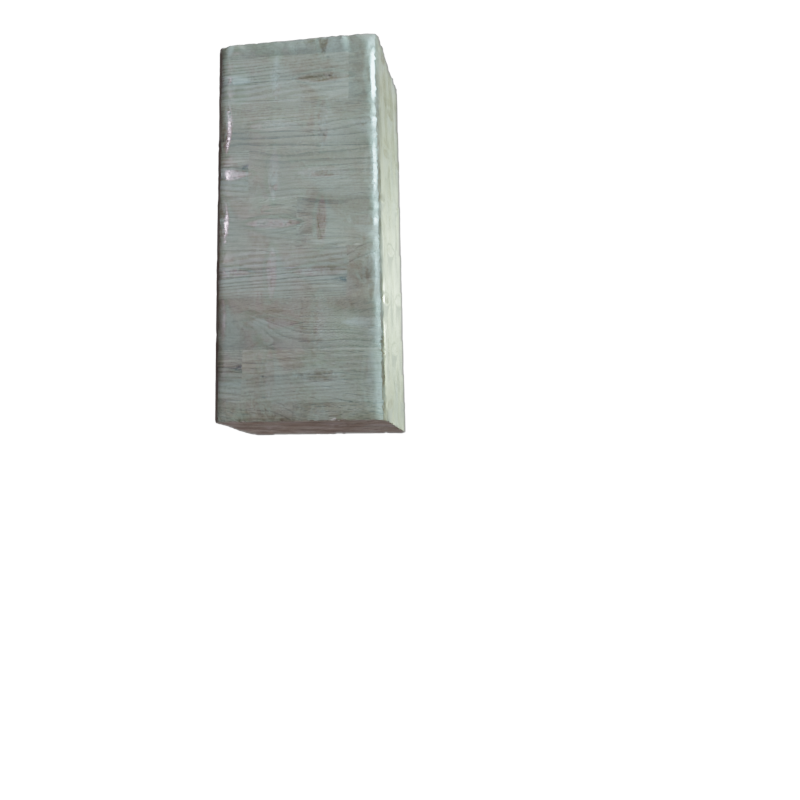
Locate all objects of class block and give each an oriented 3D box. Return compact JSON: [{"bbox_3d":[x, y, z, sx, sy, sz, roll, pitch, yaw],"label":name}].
[{"bbox_3d":[-0.049,-0.088,0.618,0.092,0.213,0.086,-3,-13,9],"label":"block"}]
